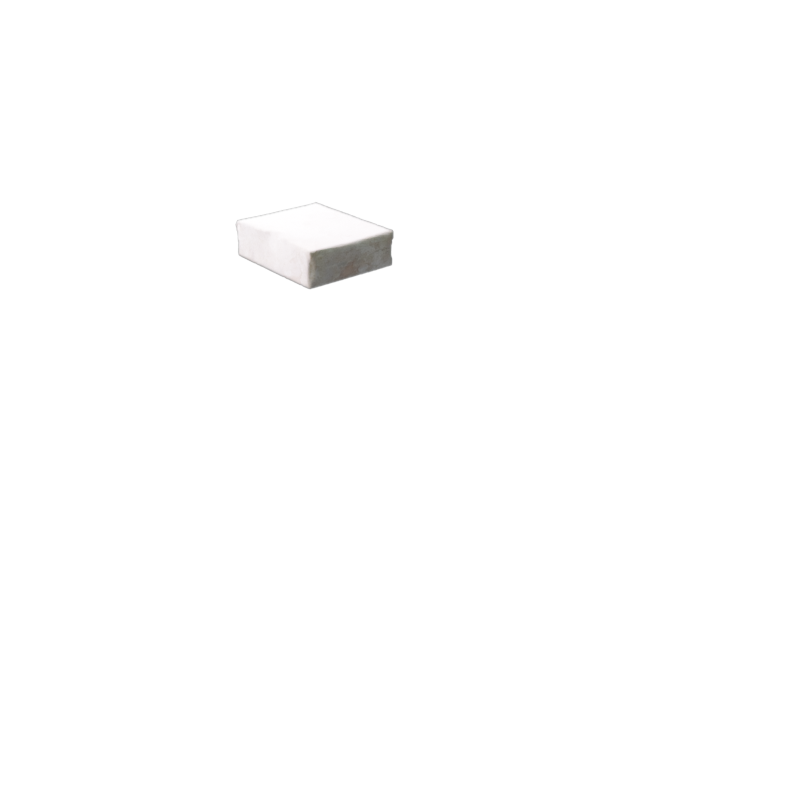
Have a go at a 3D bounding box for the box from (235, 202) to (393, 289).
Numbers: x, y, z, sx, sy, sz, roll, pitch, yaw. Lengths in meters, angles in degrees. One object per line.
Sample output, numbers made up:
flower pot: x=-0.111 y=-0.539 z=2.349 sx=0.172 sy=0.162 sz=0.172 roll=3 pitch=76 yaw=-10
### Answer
box: x=-0.061 y=-0.110 z=0.773 sx=0.072 sy=0.029 sz=0.095 roll=-19 pitch=31 yaw=-35
